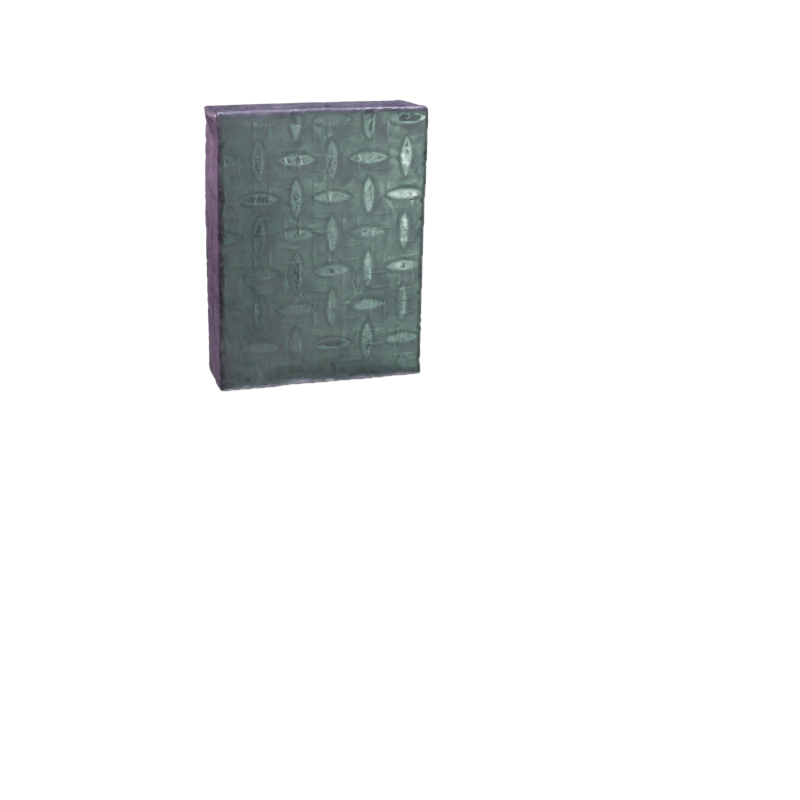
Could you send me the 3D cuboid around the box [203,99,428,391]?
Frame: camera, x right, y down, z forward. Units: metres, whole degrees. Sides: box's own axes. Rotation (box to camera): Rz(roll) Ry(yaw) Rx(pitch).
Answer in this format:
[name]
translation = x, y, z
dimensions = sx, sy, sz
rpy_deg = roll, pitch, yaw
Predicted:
[box]
translation = -0.068, -0.123, 0.863
dimensions = 0.161, 0.207, 0.075
rpy_deg = -4, 14, -16
